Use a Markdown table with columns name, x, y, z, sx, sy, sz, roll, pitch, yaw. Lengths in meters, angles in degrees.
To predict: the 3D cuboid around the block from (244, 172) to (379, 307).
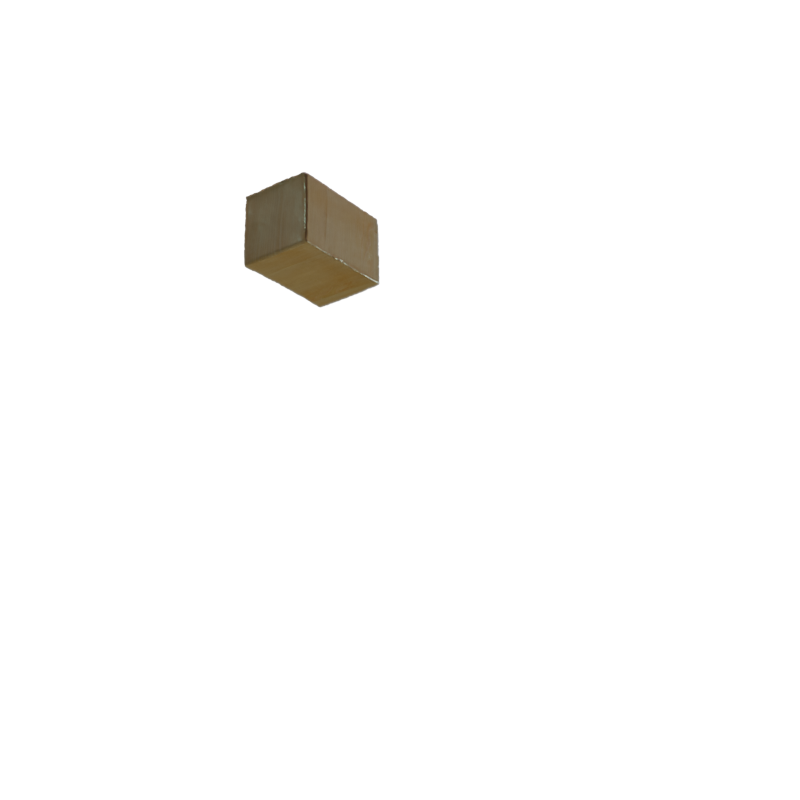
| name | x | y | z | sx | sy | sz | roll | pitch | yaw |
| --- | --- | --- | --- | --- | --- | --- | --- | --- | --- |
| block | -0.056 | -0.102 | 0.716 | 0.053 | 0.054 | 0.073 | -19 | -30 | 32 |
